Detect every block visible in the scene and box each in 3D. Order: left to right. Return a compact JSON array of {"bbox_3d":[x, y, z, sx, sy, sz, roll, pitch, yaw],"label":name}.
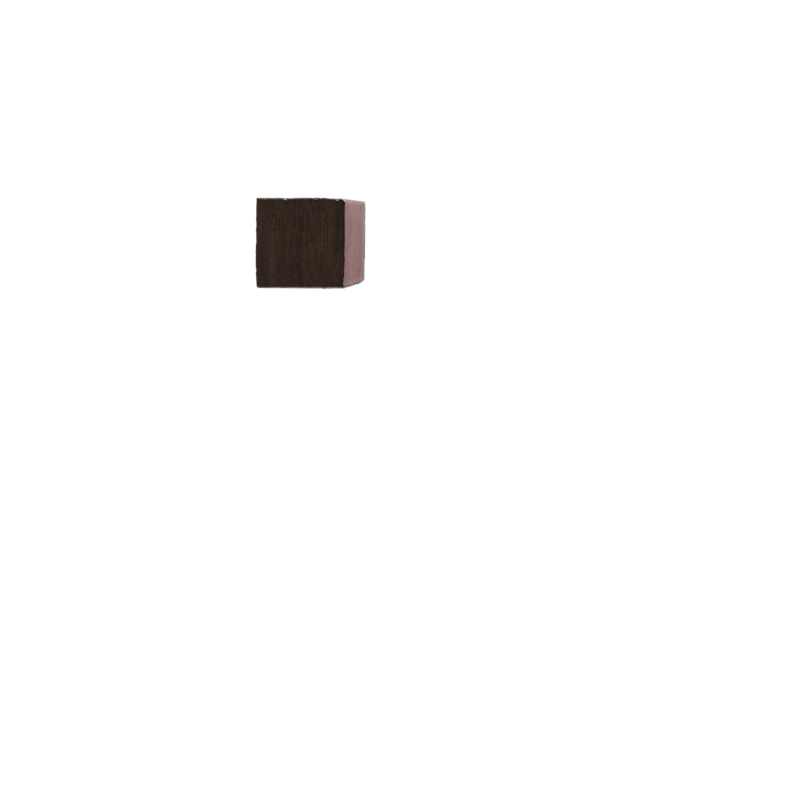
[{"bbox_3d":[-0.051,-0.093,0.654,0.053,0.051,0.078,1,7,7],"label":"block"}]
